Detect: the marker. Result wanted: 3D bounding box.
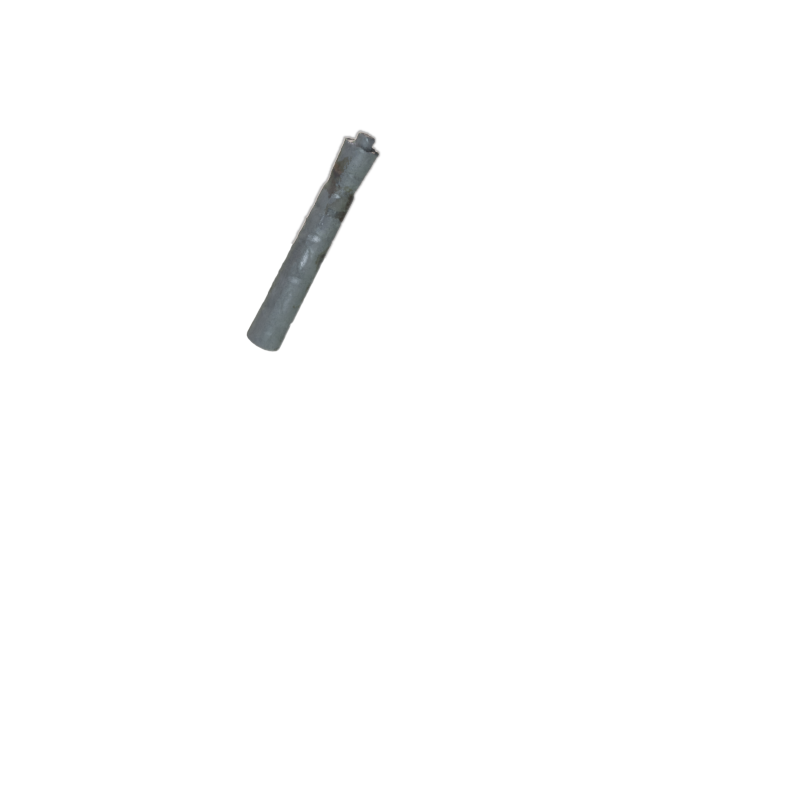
[{"bbox_3d":[-0.043,-0.079,0.555,0.019,0.118,0.021,25,17,-12],"label":"marker"}]
